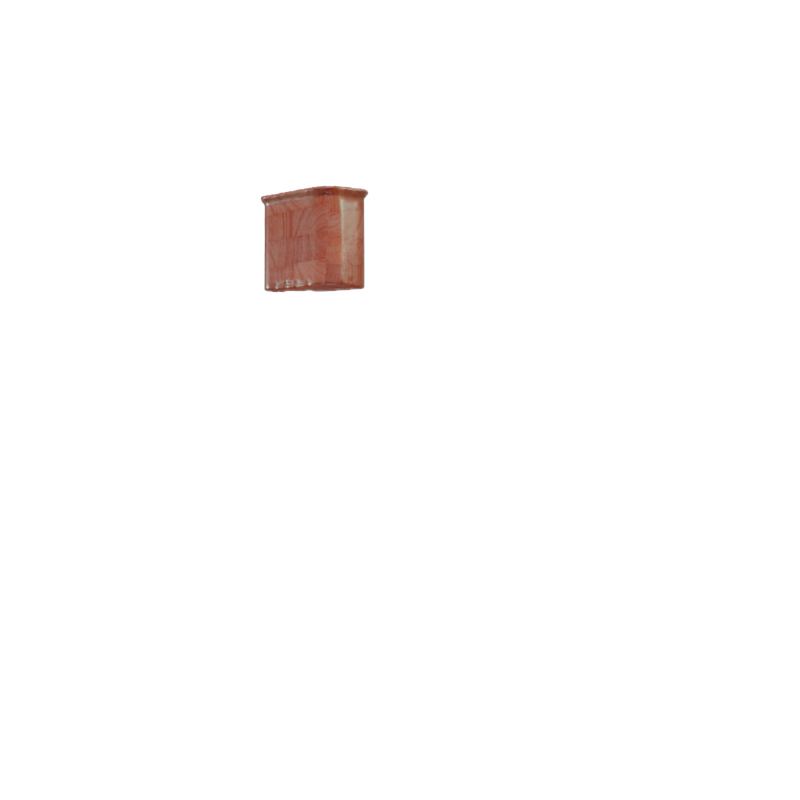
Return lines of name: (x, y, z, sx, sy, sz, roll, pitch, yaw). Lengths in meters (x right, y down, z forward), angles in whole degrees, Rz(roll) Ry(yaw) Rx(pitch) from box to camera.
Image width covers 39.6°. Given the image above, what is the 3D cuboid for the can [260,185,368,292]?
can: (-0.075, -0.137, 0.958, 0.055, 0.085, 0.105, 3, -3, -42)
